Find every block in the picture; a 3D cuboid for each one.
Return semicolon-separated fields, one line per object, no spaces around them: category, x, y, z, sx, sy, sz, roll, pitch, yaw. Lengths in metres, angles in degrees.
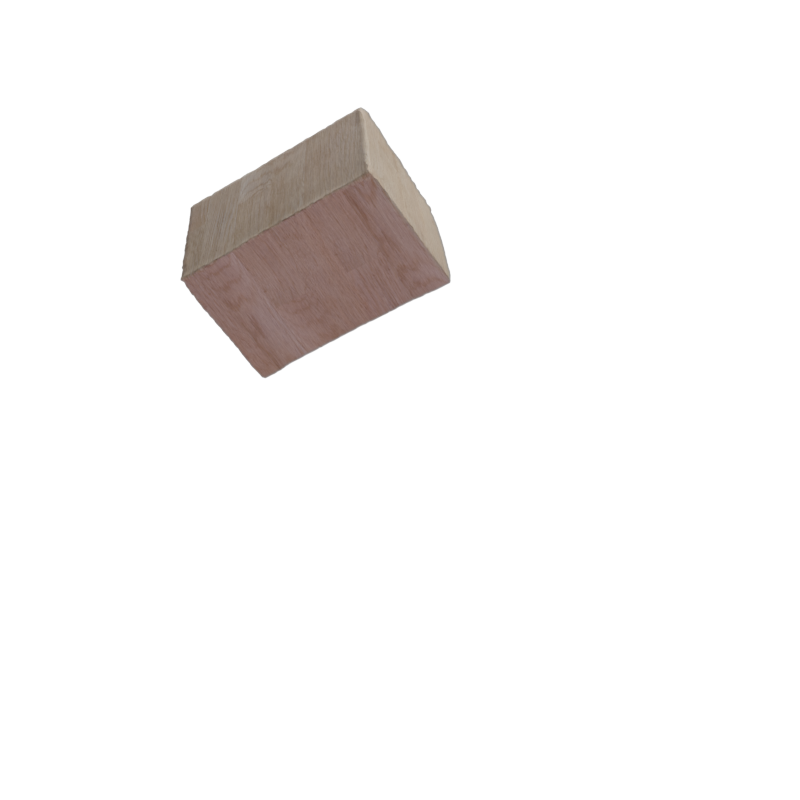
block;-0.031;-0.056;0.391;0.078;0.049;0.055;-26;33;16
